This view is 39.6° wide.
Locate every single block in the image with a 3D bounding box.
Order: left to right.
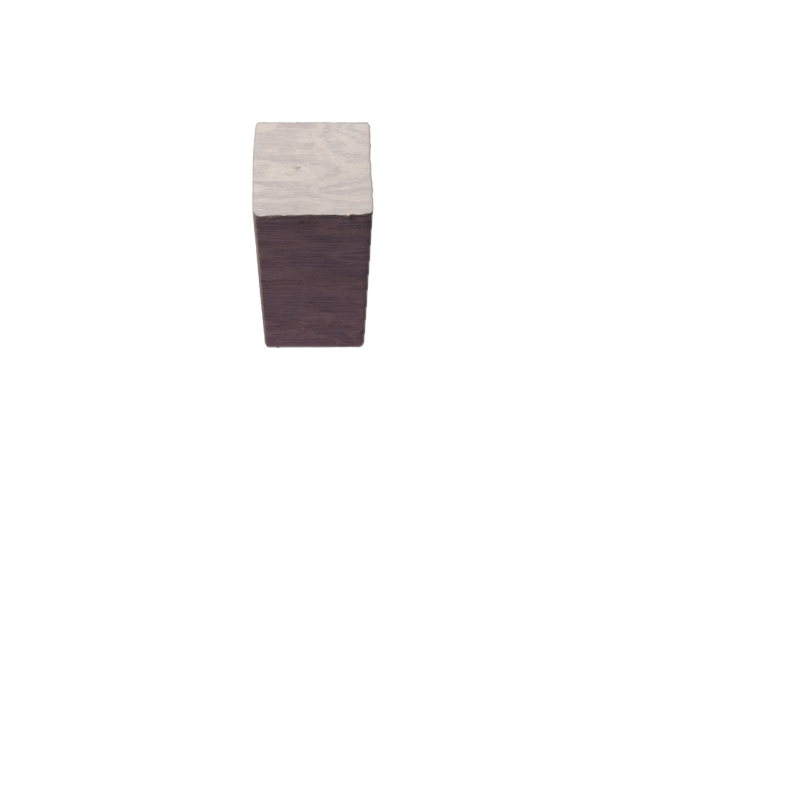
[{"bbox_3d":[-0.072,-0.130,0.915,0.090,0.096,0.194,0,-28,-4],"label":"block"}]
